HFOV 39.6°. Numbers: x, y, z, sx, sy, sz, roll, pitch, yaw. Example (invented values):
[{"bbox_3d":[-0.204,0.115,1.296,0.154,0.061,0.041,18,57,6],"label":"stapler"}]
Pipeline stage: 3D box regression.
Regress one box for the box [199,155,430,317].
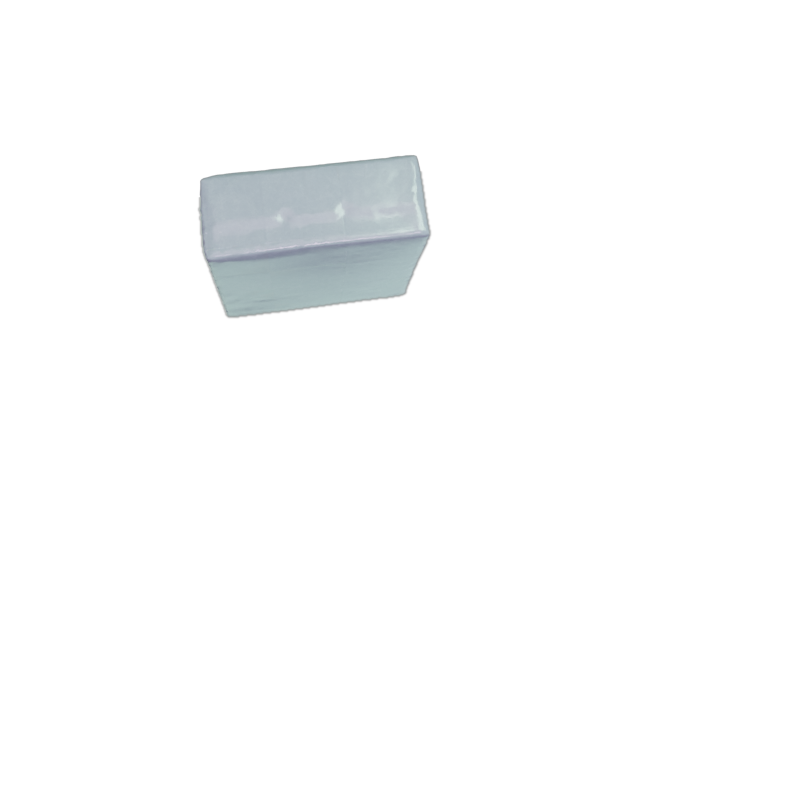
[{"bbox_3d":[-0.070,-0.128,0.897,0.163,0.074,0.208,-7,-8,-4],"label":"box"}]
